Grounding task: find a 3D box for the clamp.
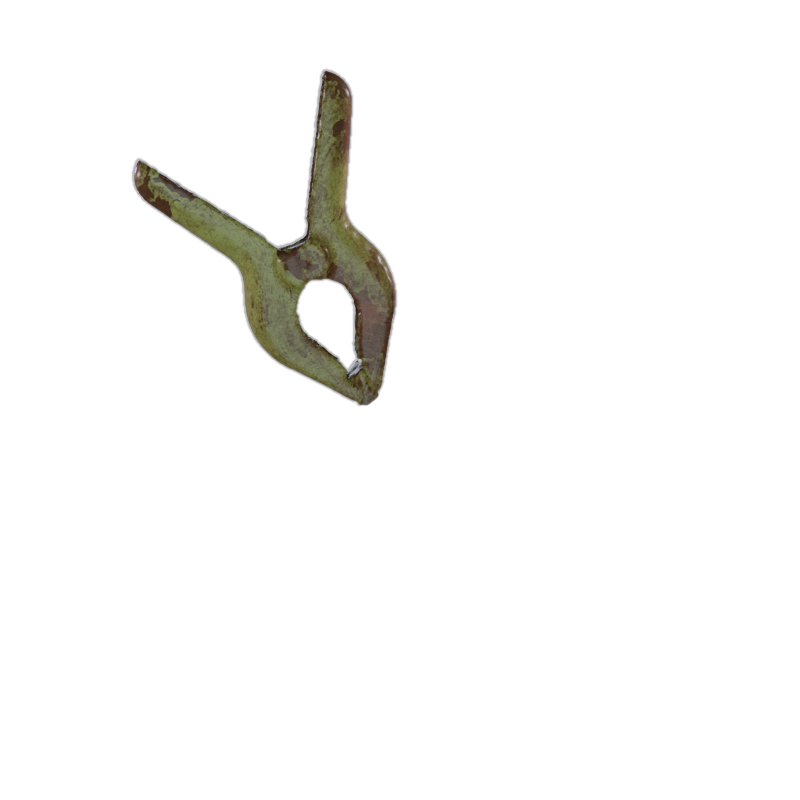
[{"bbox_3d":[-0.045,-0.083,0.578,0.120,0.168,0.040,-34,8,5],"label":"clamp"}]
